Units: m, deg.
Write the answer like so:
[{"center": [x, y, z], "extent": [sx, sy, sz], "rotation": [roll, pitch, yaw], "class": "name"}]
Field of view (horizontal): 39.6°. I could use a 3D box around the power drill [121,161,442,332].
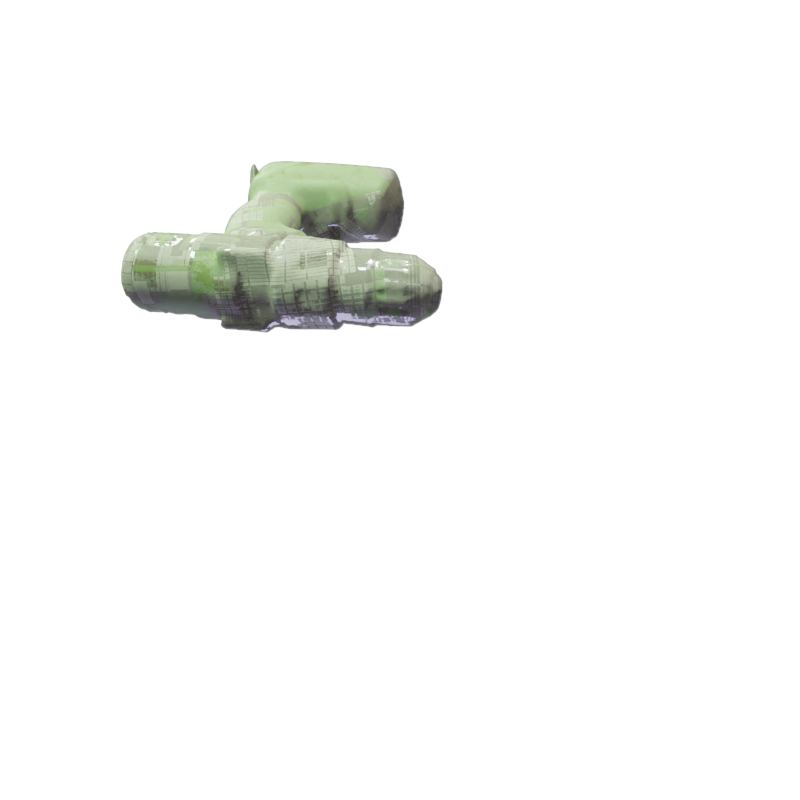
[{"center": [-0.053, -0.097, 0.680], "extent": [0.189, 0.055, 0.192], "rotation": [6, 25, 13], "class": "power drill"}]
